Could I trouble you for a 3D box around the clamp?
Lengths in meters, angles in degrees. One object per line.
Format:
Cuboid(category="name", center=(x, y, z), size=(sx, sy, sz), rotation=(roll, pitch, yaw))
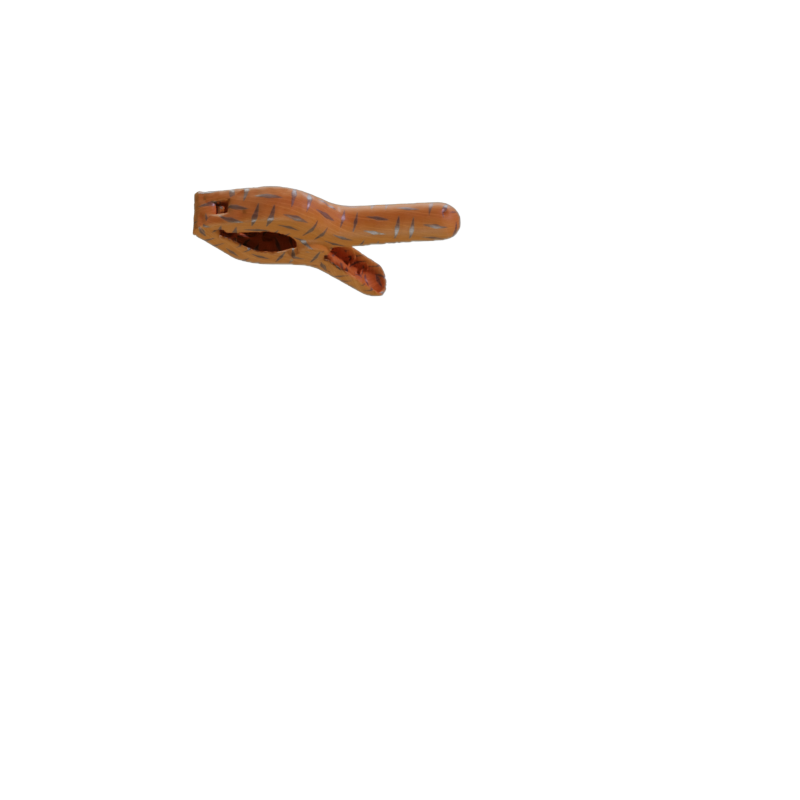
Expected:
Cuboid(category="clamp", center=(-0.058, -0.106, 0.746), size=(0.168, 0.042, 0.115), rotation=(7, -28, -14))
